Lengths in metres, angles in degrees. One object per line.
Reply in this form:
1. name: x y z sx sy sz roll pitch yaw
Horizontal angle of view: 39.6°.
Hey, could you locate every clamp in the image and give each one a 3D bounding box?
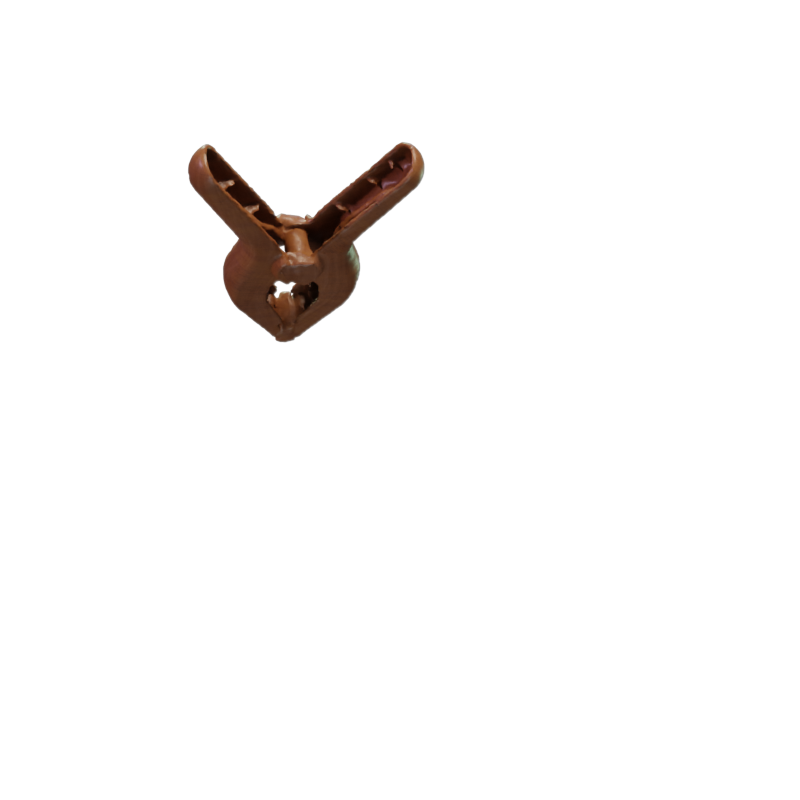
1. clamp: -0.049 -0.088 0.620 0.120 0.042 0.161 0 -27 0
